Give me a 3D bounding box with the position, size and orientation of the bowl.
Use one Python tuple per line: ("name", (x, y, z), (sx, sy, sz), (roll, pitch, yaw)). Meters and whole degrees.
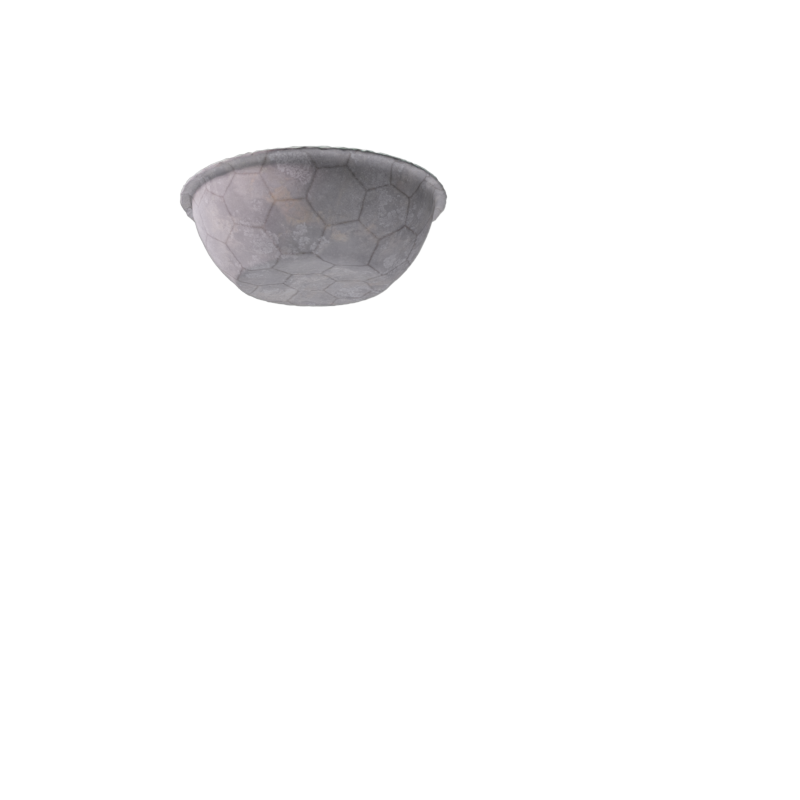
("bowl", (-0.052, -0.095, 0.666), (0.162, 0.057, 0.156), (0, -14, -2))
